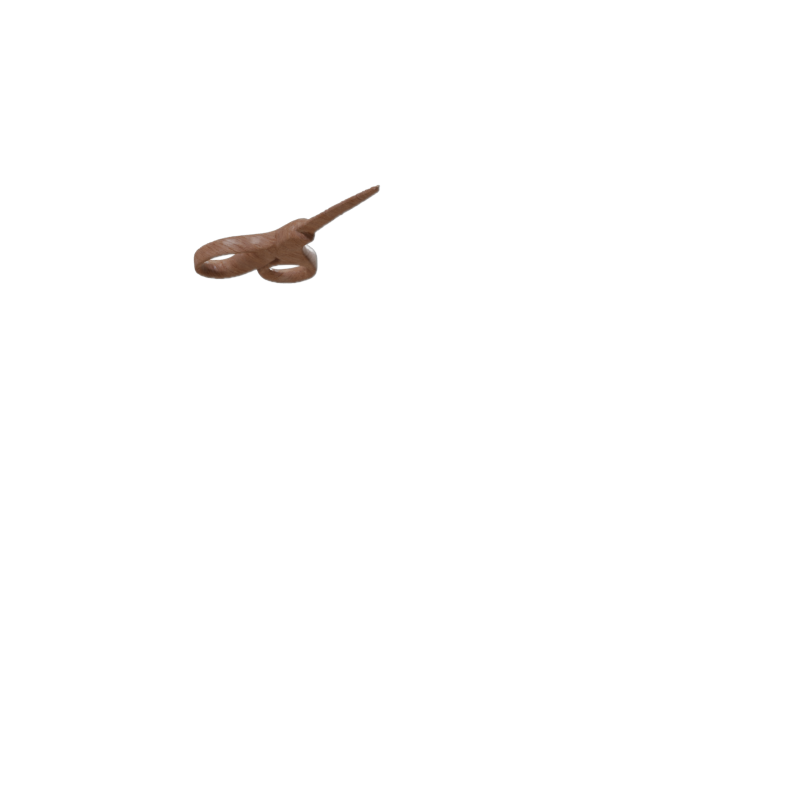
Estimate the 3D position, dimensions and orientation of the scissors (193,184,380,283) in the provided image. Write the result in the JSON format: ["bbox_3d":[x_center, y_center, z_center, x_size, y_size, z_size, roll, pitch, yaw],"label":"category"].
[{"bbox_3d":[-0.058,-0.106,0.745,0.206,0.016,0.091,-9,-14,42],"label":"scissors"}]
